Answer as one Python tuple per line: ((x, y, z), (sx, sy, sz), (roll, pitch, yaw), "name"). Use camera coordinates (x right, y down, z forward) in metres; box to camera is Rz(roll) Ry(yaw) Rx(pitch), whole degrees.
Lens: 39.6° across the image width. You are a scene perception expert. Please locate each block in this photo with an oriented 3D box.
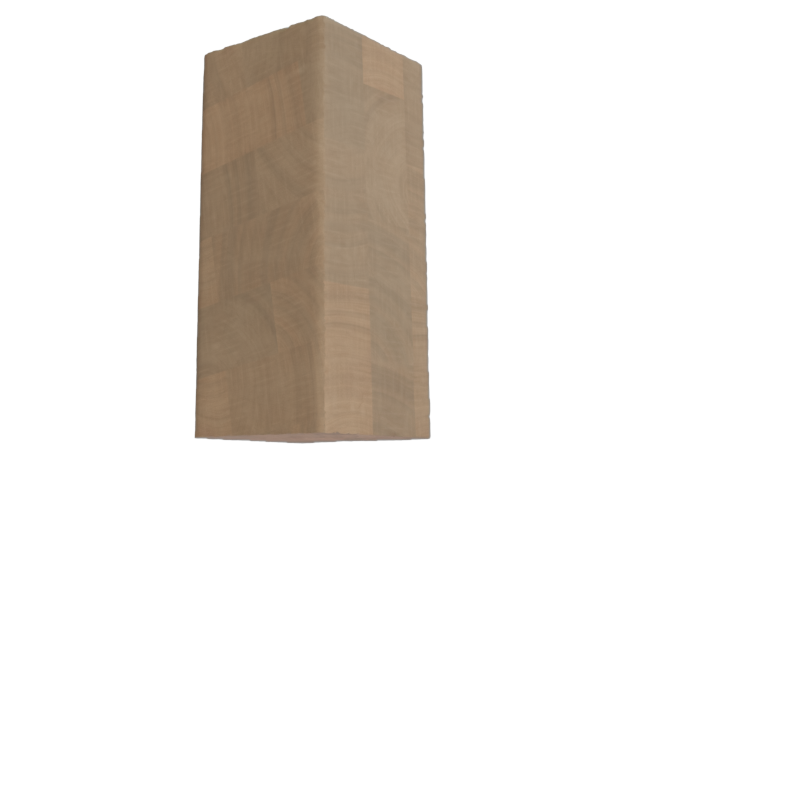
((-0.046, -0.084, 0.589), (0.092, 0.212, 0.086), (-9, -14, 36), "block")
